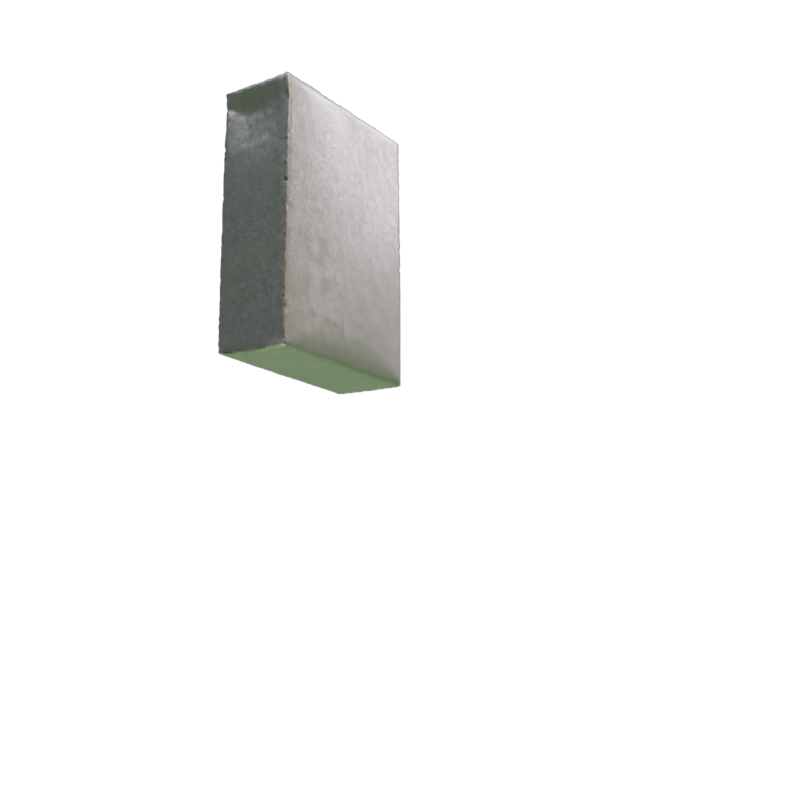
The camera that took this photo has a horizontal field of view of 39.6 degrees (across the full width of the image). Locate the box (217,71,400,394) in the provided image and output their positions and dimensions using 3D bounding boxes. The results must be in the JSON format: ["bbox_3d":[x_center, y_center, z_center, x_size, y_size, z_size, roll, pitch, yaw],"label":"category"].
[{"bbox_3d":[-0.068,-0.125,0.873,0.073,0.223,0.154,-12,-20,31],"label":"box"}]
